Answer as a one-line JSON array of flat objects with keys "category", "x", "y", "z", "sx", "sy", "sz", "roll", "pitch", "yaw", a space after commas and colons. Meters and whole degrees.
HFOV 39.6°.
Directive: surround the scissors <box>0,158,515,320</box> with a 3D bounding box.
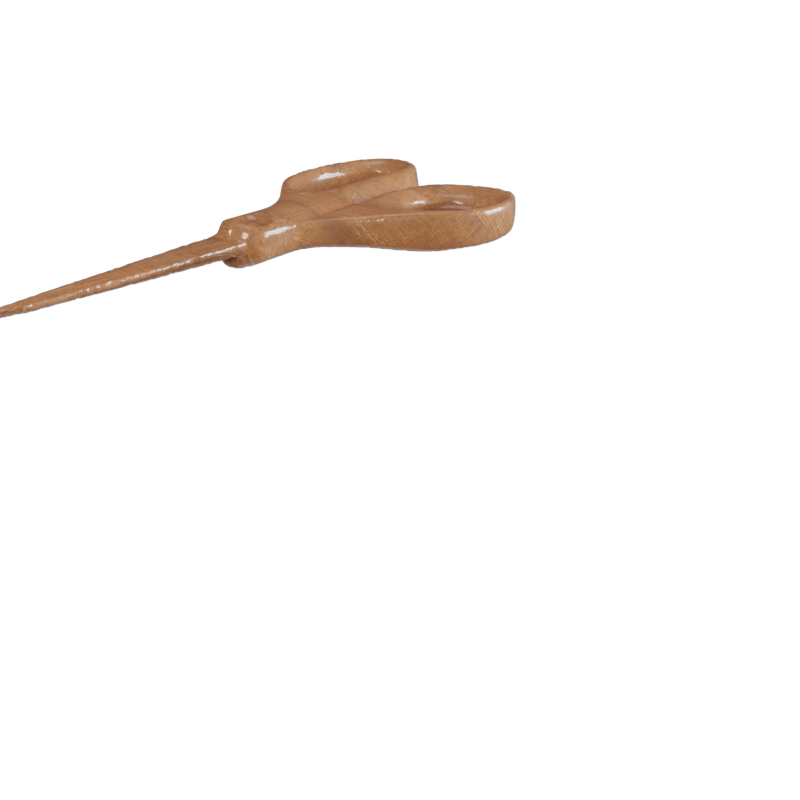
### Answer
[{"category": "scissors", "x": -0.028, "y": -0.051, "z": 0.359, "sx": 0.100, "sy": 0.015, "sz": 0.204, "roll": 10, "pitch": 26, "yaw": 21}]
